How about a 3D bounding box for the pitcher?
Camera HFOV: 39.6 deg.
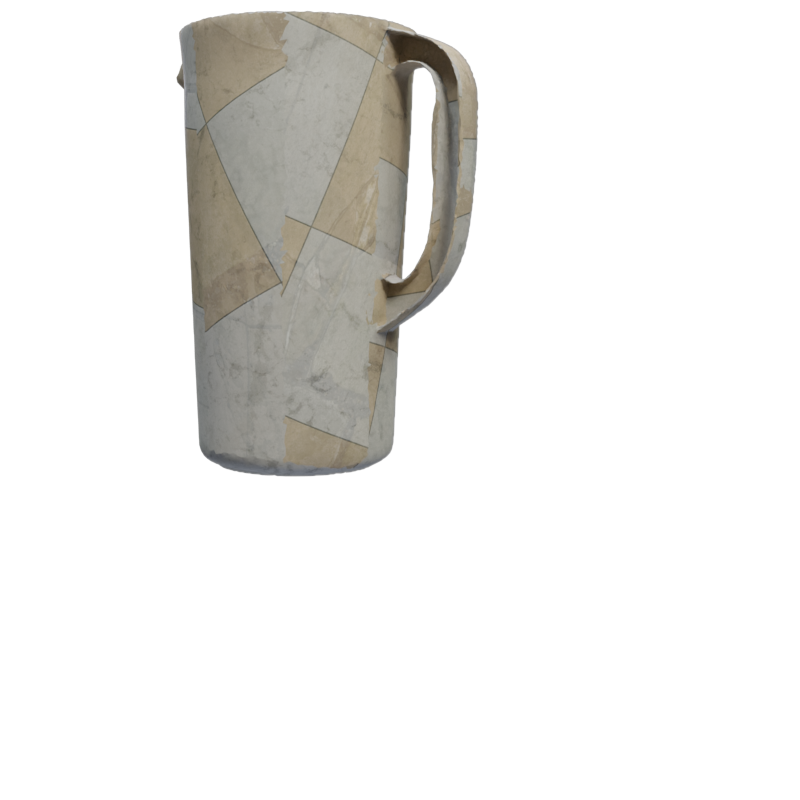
[{"bbox_3d":[-0.048,-0.087,0.609,0.142,0.243,0.152,0,2,-15],"label":"pitcher"}]
